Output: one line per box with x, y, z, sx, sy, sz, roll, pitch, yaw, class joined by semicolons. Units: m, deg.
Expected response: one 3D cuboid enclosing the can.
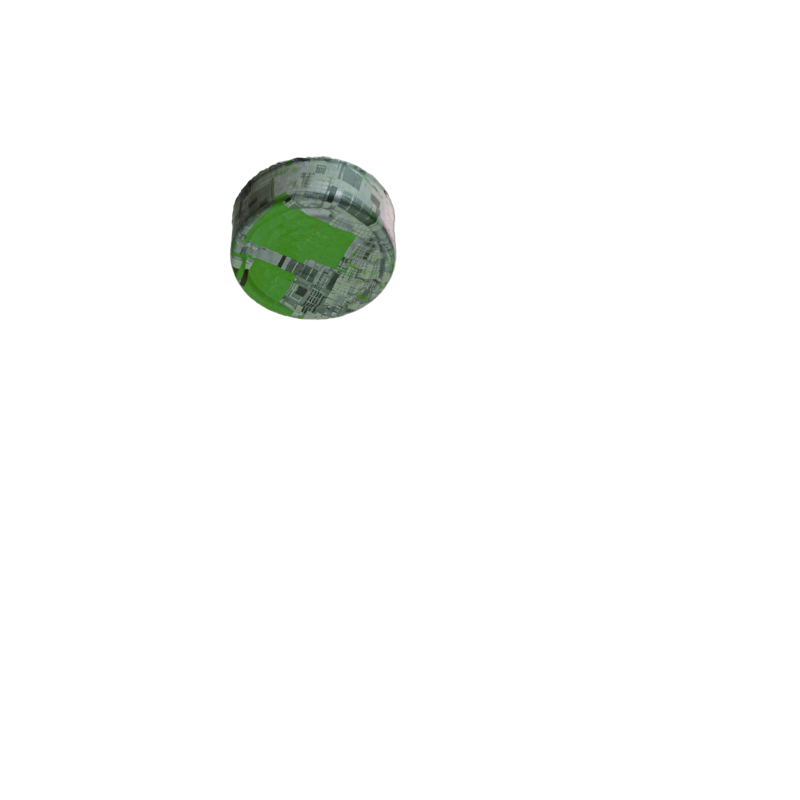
-0.045;-0.081;0.570;0.086;0.080;0.036;1;45;-1;can
